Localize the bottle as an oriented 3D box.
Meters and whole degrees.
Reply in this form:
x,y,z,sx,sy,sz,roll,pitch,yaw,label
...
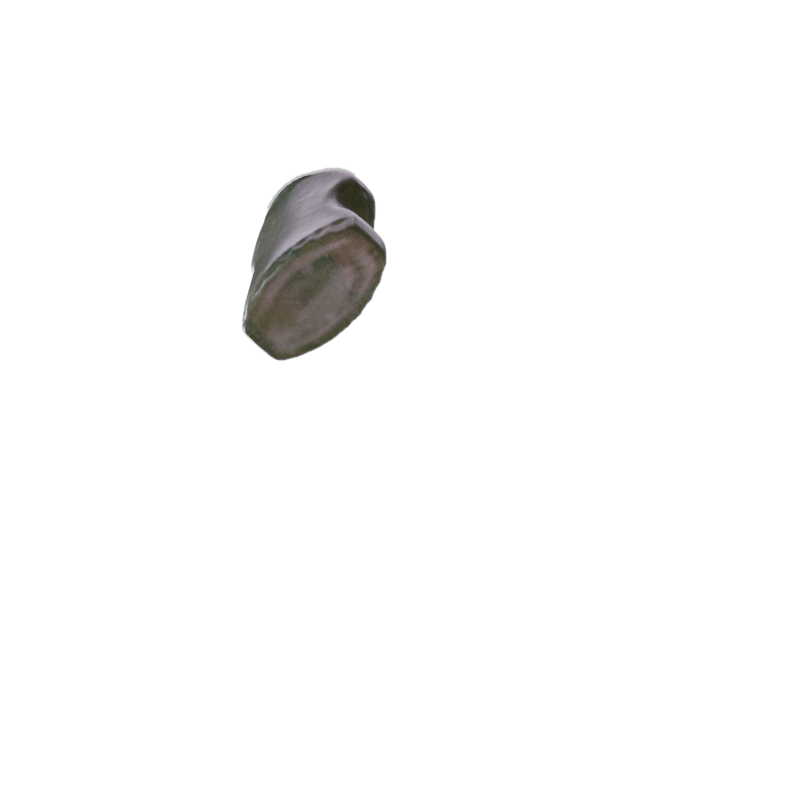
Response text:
x,y,z,sx,sy,sz,roll,pitch,yaw,label
-0.058,-0.105,0.734,0.056,0.095,0.202,40,18,-21,bottle
